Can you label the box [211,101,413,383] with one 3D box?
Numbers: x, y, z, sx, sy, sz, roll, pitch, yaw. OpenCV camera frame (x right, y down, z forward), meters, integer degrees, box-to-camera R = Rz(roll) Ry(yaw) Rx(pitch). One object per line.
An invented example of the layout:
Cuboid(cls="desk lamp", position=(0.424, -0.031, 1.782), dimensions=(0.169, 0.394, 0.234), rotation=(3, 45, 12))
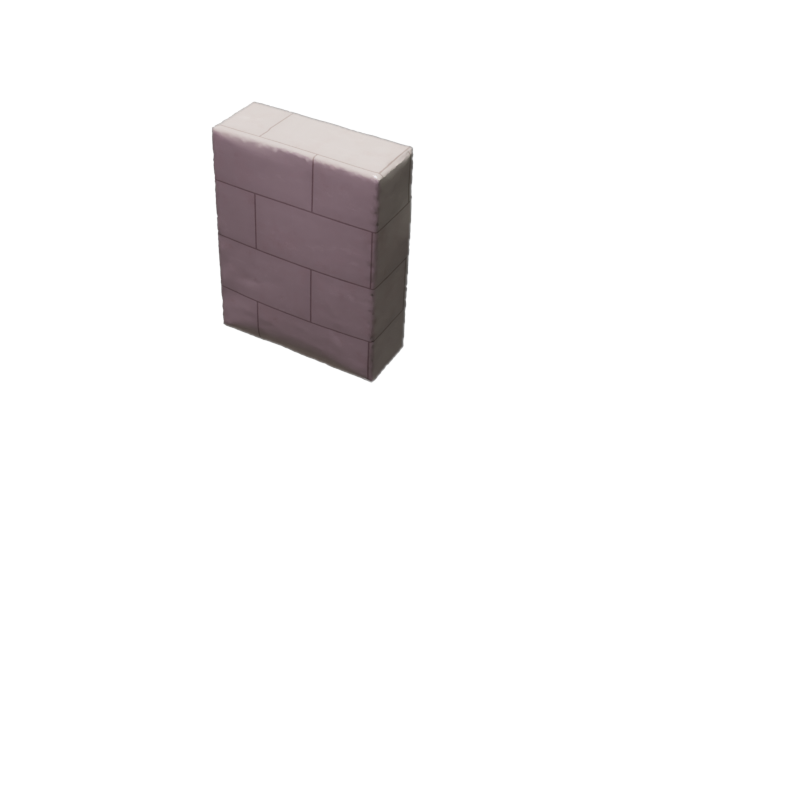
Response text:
Cuboid(cls="box", position=(-0.076, -0.139, 0.976), dimensions=(0.172, 0.200, 0.073), rotation=(22, 41, 24))
